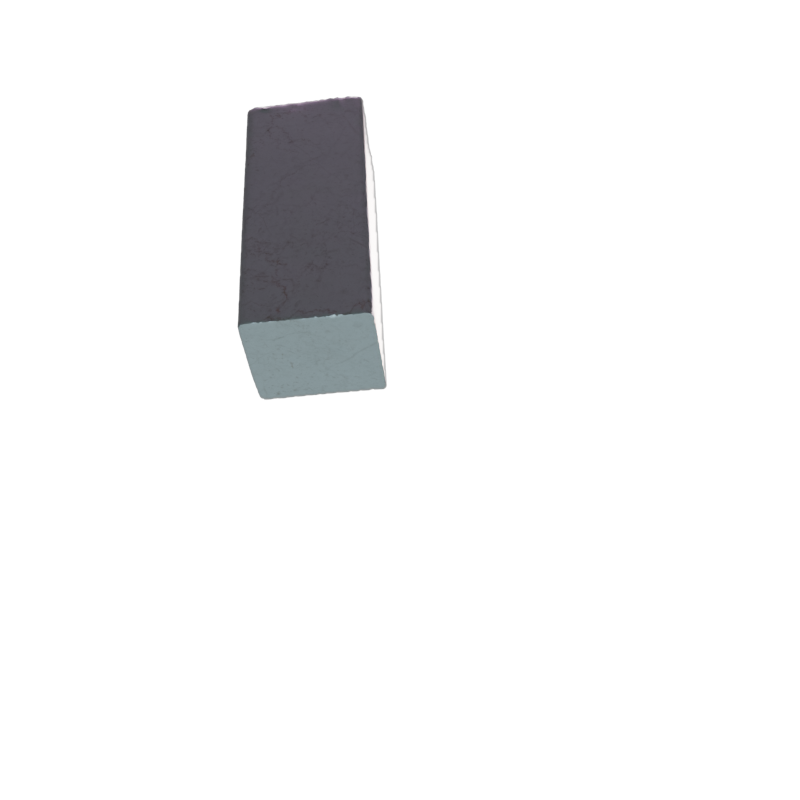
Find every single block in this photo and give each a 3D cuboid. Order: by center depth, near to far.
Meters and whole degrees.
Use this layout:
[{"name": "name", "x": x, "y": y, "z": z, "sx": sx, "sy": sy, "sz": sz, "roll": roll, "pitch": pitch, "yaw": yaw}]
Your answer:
[{"name": "block", "x": -0.063, "y": -0.115, "z": 0.802, "sx": 0.091, "sy": 0.221, "sz": 0.083, "roll": -6, "pitch": -38, "yaw": 4}]
